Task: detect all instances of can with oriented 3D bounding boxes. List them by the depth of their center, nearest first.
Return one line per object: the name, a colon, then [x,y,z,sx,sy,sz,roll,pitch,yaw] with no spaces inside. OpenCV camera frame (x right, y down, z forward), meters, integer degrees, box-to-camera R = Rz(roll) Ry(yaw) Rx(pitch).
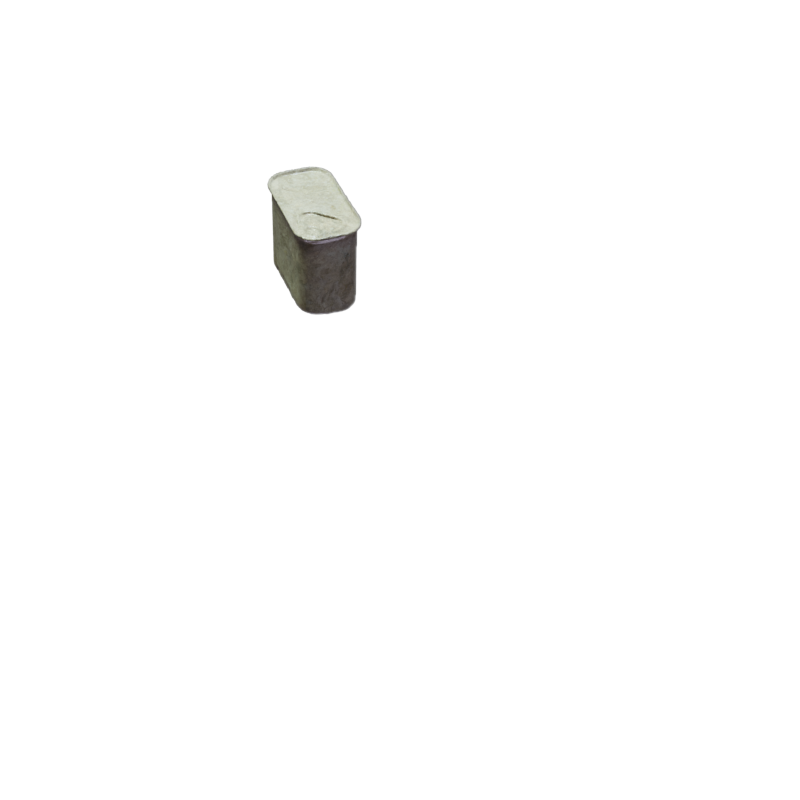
can: [-0.073,-0.133,0.931,0.057,0.078,0.110,-13,43,-17]
